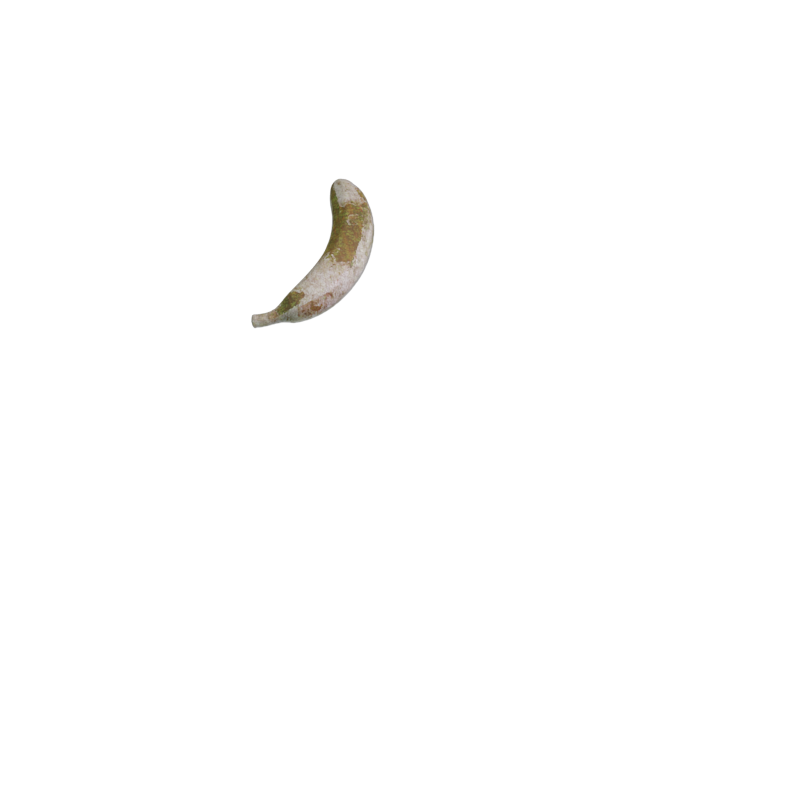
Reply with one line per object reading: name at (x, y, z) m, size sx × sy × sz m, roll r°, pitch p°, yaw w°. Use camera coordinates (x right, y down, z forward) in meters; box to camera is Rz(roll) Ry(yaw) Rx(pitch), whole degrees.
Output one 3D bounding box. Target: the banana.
banana at (-0.059, -0.129, 0.951) m, size 0.071 × 0.034 × 0.206 m, roll 14°, pitch 46°, yaw 13°
